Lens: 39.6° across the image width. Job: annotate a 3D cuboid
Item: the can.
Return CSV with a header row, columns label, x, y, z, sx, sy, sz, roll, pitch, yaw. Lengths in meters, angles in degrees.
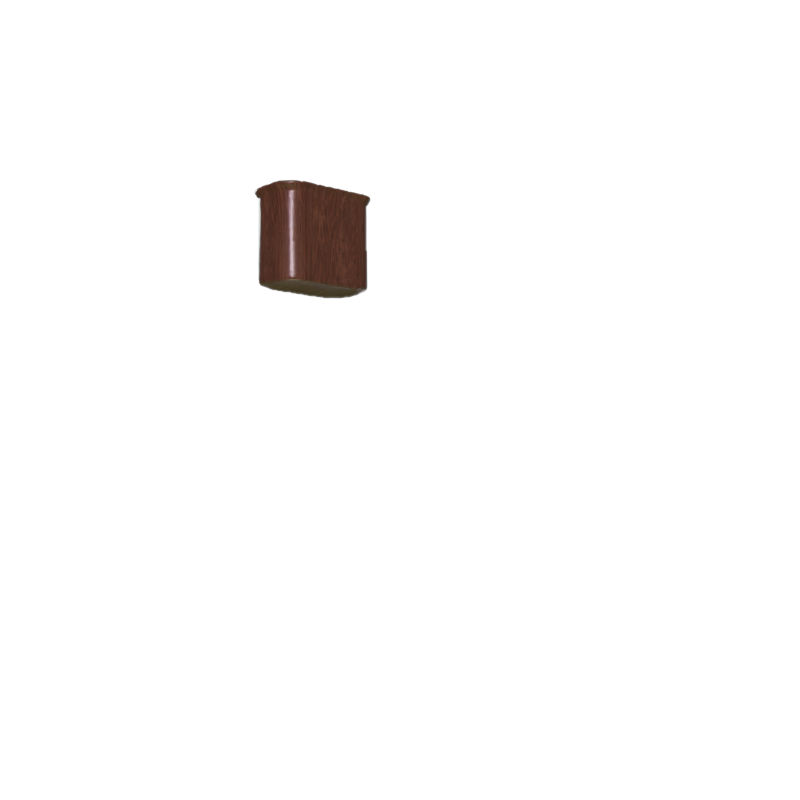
label,x,y,z,sx,sy,sz,roll,pitch,yaw
can,-0.074,-0.135,0.944,0.097,0.086,0.059,7,-13,-41
